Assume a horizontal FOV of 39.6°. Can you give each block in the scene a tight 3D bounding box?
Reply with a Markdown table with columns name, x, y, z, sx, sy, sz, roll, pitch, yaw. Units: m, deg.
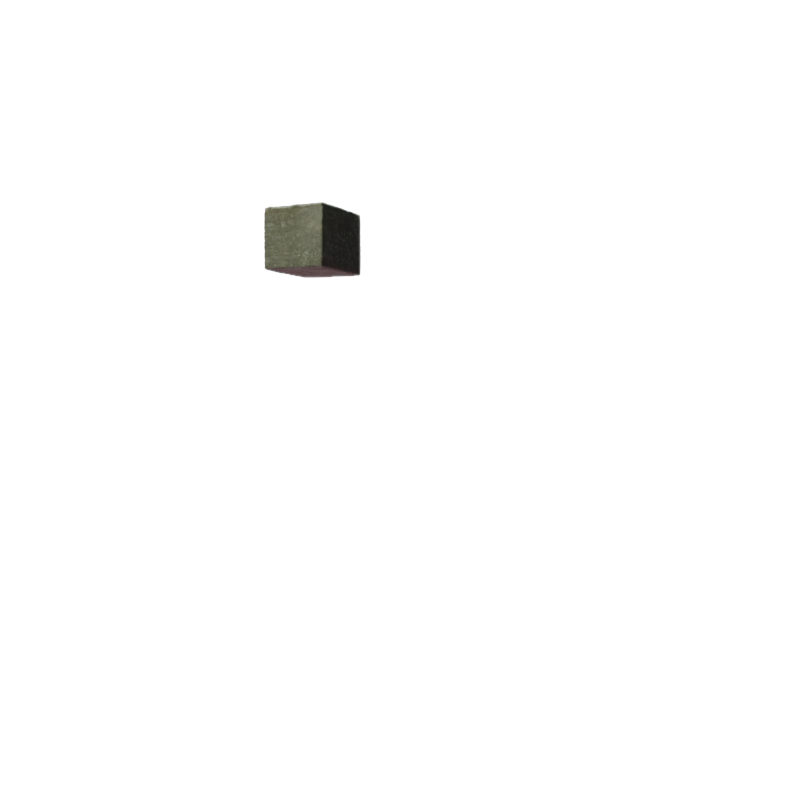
| name | x | y | z | sx | sy | sz | roll | pitch | yaw |
| --- | --- | --- | --- | --- | --- | --- | --- | --- | --- |
| block | -0.070 | -0.128 | 0.899 | 0.054 | 0.052 | 0.075 | -1 | -2 | 22 |
